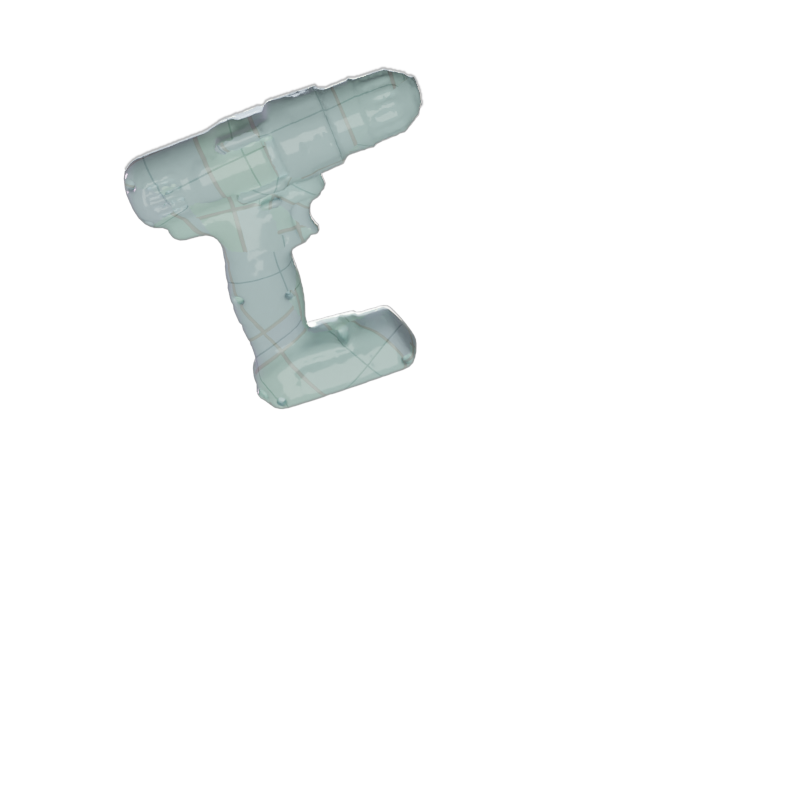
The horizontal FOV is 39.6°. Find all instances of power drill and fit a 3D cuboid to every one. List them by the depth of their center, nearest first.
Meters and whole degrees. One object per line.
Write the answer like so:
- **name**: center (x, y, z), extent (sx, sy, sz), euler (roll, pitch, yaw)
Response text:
- **power drill**: center (-0.054, -0.098, 0.685), extent (0.185, 0.177, 0.060), euler (-18, 24, 8)
